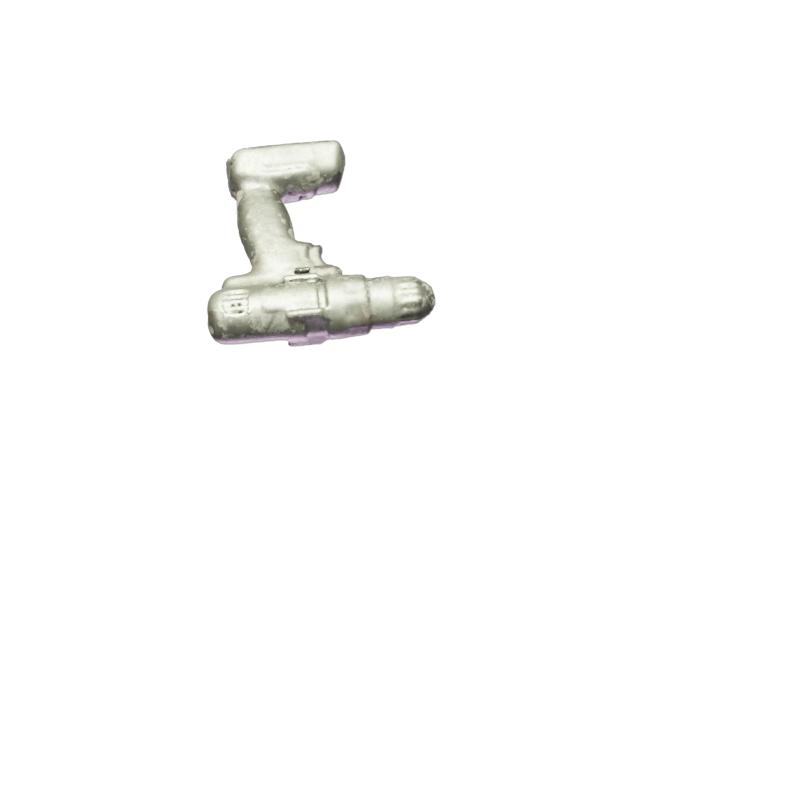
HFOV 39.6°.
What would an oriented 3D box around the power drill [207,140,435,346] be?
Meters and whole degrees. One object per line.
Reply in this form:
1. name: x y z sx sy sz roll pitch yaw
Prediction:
1. power drill: -0.073 -0.134 0.936 0.183 0.202 0.054 -5 -35 -4
